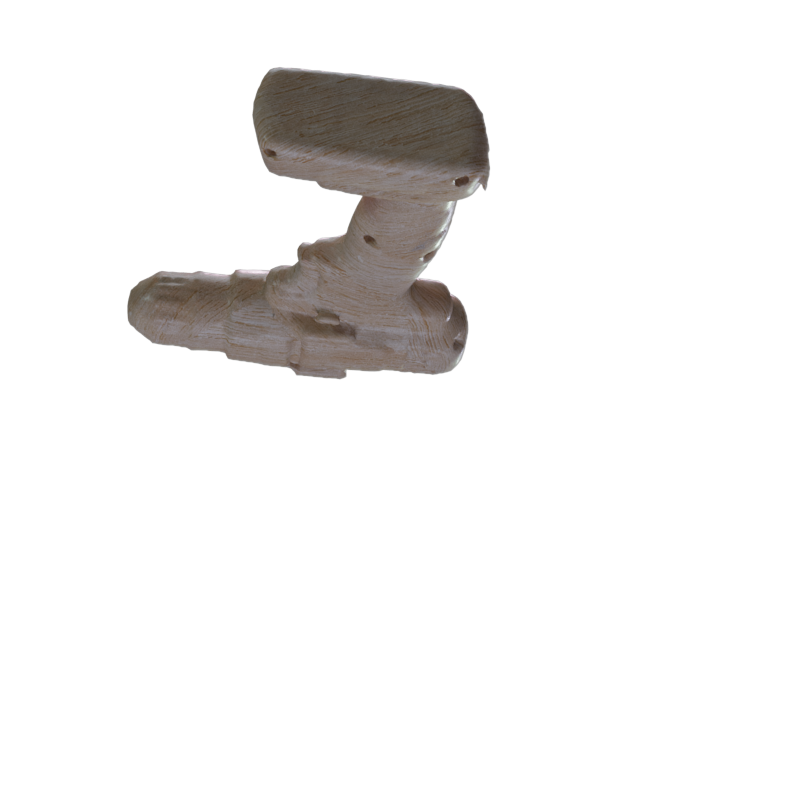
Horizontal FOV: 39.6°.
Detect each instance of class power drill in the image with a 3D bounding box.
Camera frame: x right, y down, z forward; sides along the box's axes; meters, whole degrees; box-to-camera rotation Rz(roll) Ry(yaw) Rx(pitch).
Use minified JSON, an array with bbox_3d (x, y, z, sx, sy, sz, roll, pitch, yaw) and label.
[{"bbox_3d":[-0.043,-0.079,0.551,0.182,0.061,0.177,5,-32,-8],"label":"power drill"}]
